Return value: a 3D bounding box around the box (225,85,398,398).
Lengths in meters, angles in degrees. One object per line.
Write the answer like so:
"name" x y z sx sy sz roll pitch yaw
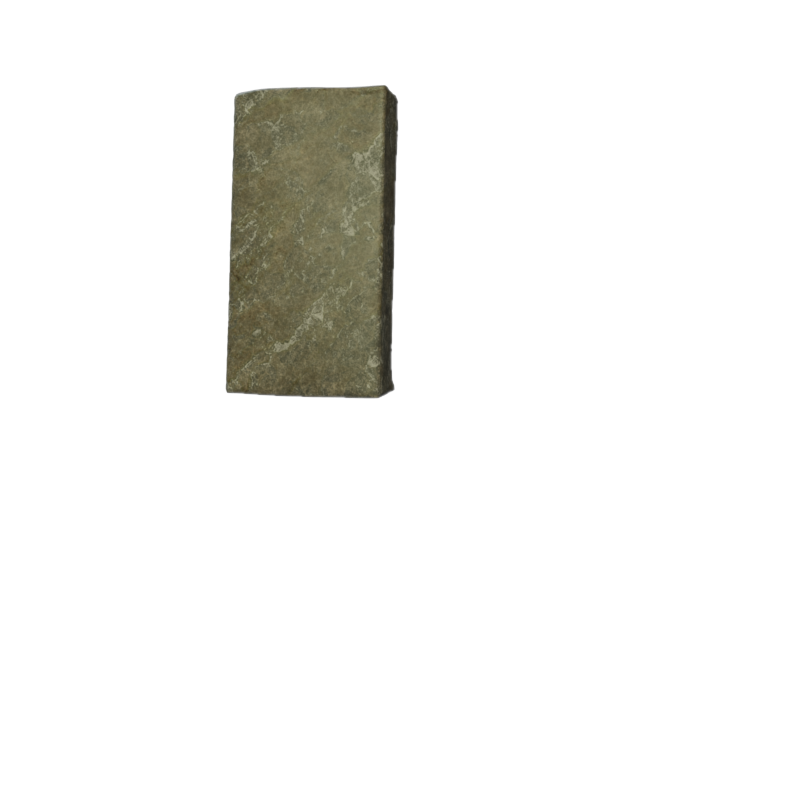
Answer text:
"box" -0.051 -0.092 0.642 0.095 0.177 0.047 0 -2 14
